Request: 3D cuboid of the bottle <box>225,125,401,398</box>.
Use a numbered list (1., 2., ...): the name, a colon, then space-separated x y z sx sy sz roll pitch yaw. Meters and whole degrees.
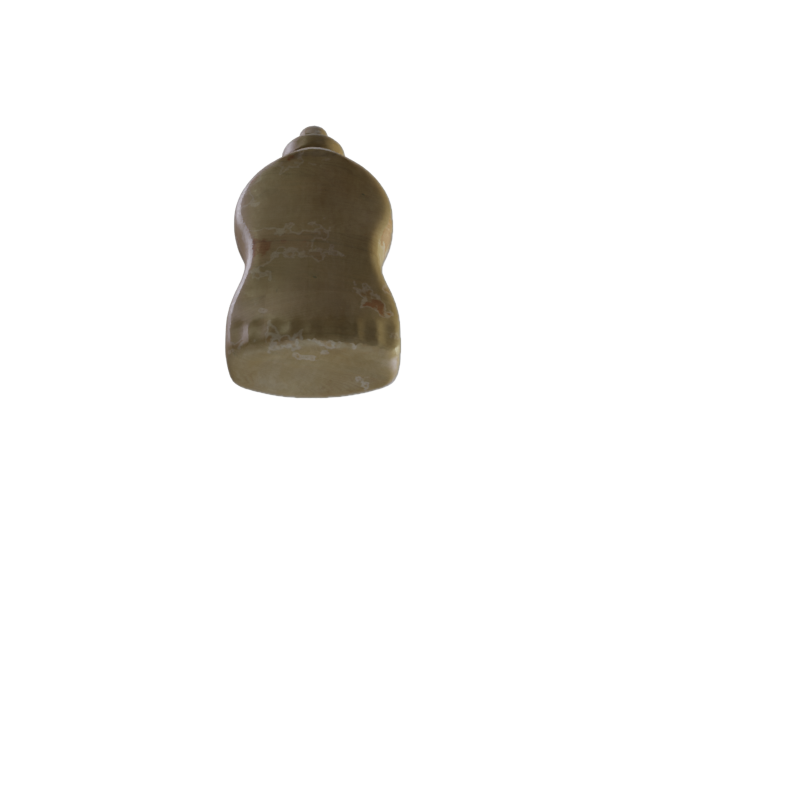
1. bottle: -0.052 -0.094 0.663 0.096 0.206 0.054 -3 -39 0
